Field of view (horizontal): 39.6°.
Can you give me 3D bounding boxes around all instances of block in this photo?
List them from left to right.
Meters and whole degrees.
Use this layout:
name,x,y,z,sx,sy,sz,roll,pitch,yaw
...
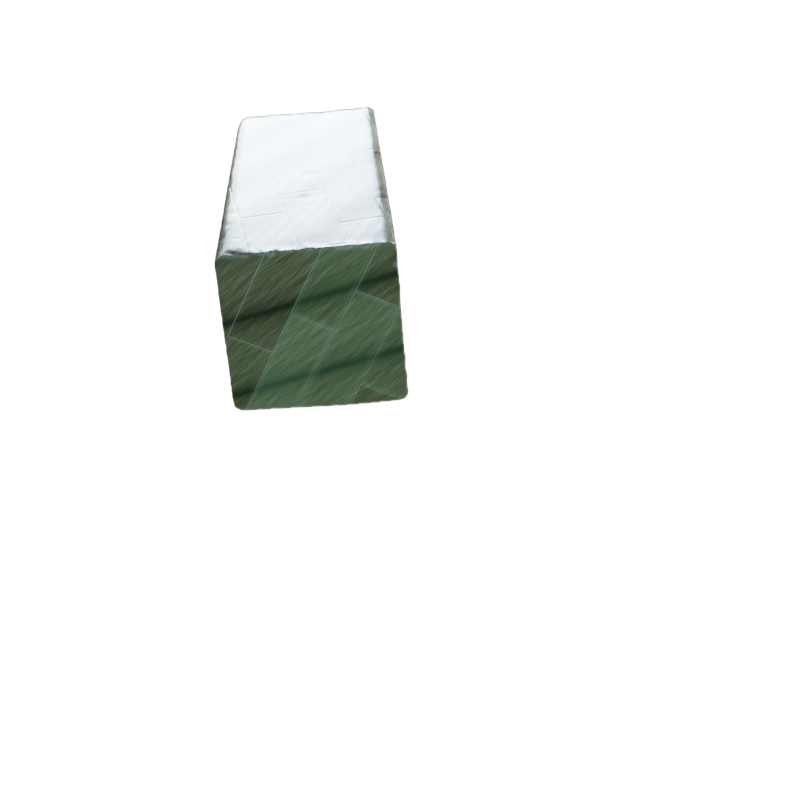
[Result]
name,x,y,z,sx,sy,sz,roll,pitch,yaw
block,-0.050,-0.090,0.634,0.090,0.085,0.219,-5,31,-1
